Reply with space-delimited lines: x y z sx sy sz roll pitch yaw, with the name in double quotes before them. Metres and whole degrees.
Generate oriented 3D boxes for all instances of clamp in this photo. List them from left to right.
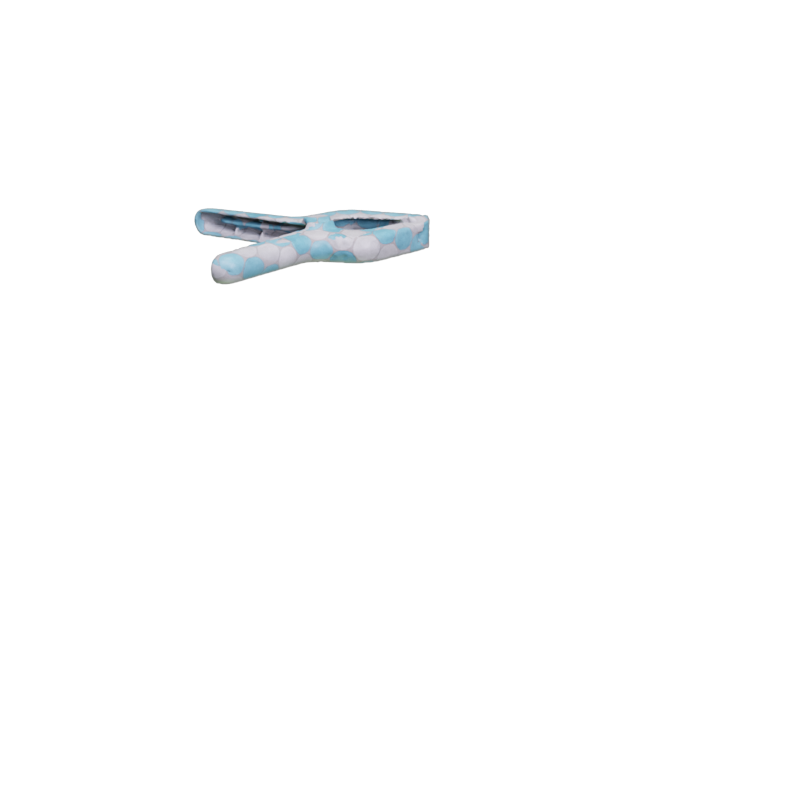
"clamp" -0.075 -0.137 0.962 0.209 0.035 0.174 -2 25 -5
